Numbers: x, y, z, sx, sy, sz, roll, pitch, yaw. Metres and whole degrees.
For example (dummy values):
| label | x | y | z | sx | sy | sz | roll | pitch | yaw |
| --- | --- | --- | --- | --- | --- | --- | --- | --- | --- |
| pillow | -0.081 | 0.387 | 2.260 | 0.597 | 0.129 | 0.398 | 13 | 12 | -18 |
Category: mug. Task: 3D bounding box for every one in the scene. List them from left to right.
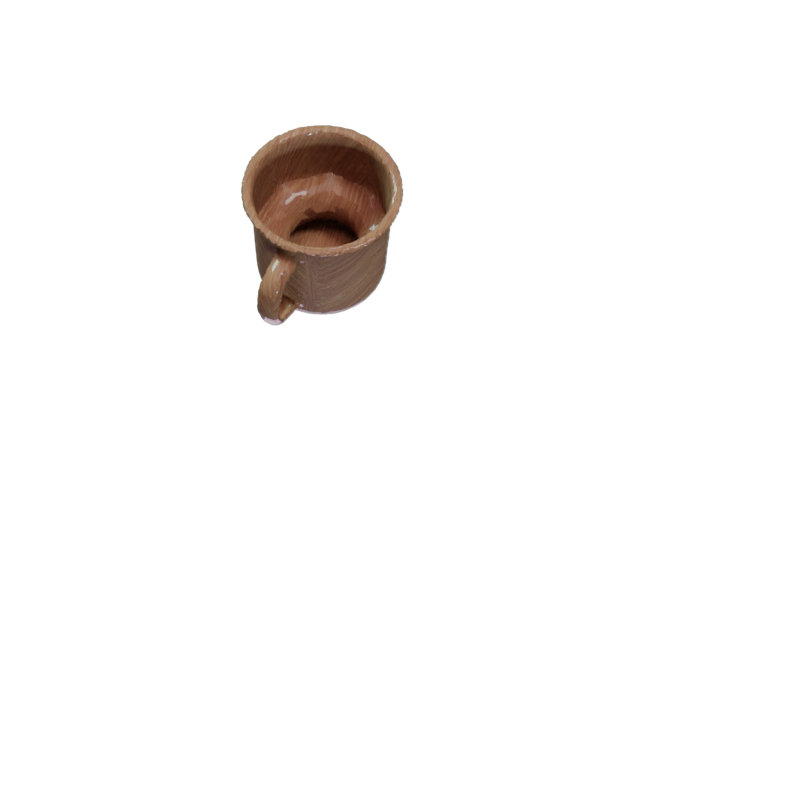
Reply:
| label | x | y | z | sx | sy | sz | roll | pitch | yaw |
| --- | --- | --- | --- | --- | --- | --- | --- | --- | --- |
| mug | -0.052 | -0.094 | 0.661 | 0.096 | 0.122 | 0.076 | 21 | -29 | 10 |
